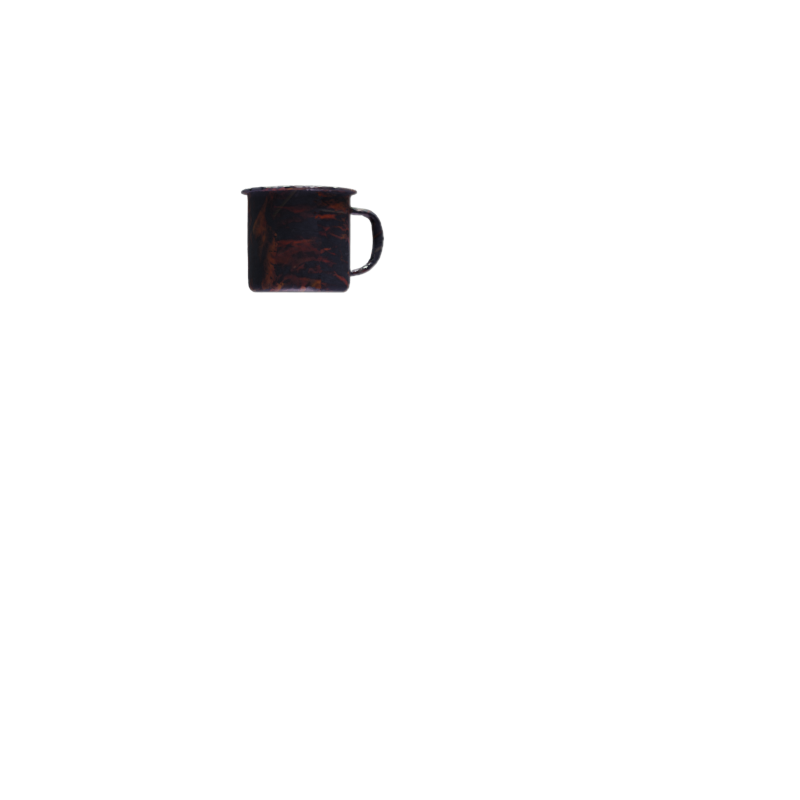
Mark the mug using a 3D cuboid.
[{"bbox_3d":[-0.069,-0.126,0.886,0.114,0.082,0.096,-1,2,-20],"label":"mug"}]
